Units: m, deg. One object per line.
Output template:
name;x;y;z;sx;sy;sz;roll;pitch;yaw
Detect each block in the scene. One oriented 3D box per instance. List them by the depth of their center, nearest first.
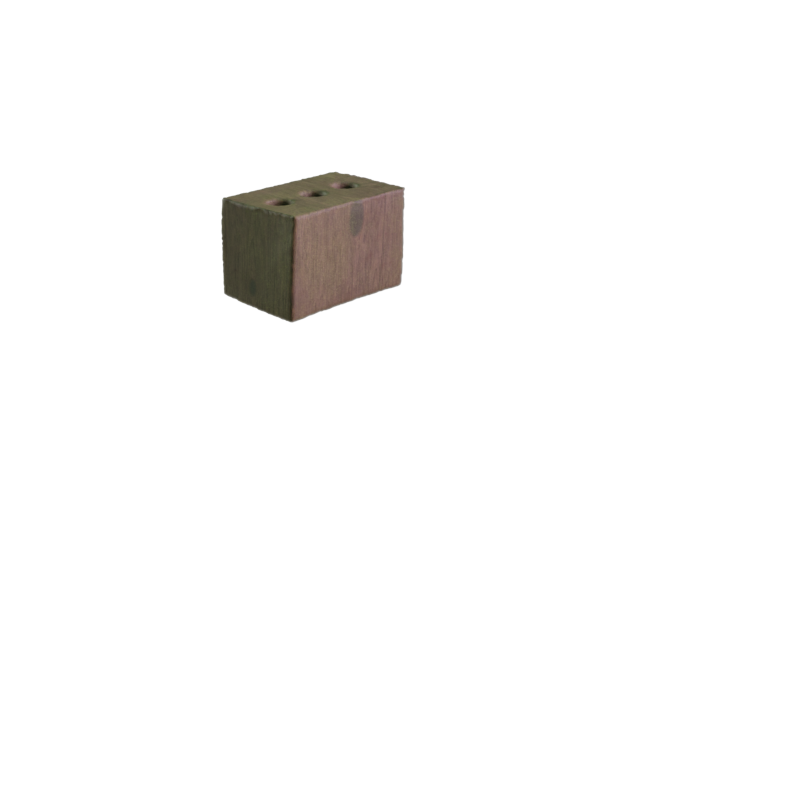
block;-0.043;-0.078;0.544;0.056;0.049;0.077;20;29;39
